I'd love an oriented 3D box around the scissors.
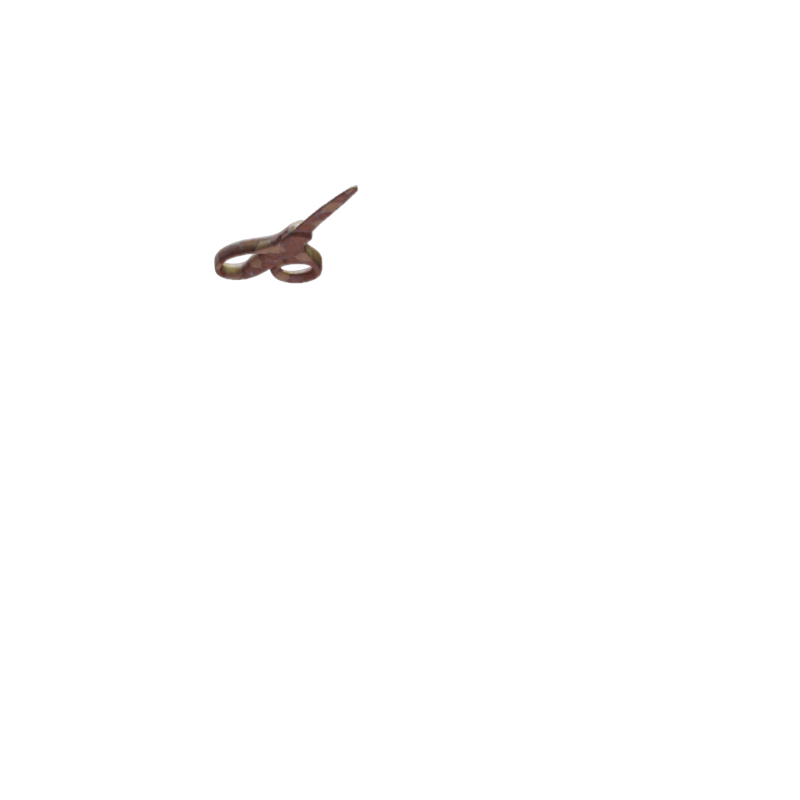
[{"bbox_3d":[-0.067,-0.122,0.856,0.091,0.016,0.205,12,-17,-41],"label":"scissors"}]
